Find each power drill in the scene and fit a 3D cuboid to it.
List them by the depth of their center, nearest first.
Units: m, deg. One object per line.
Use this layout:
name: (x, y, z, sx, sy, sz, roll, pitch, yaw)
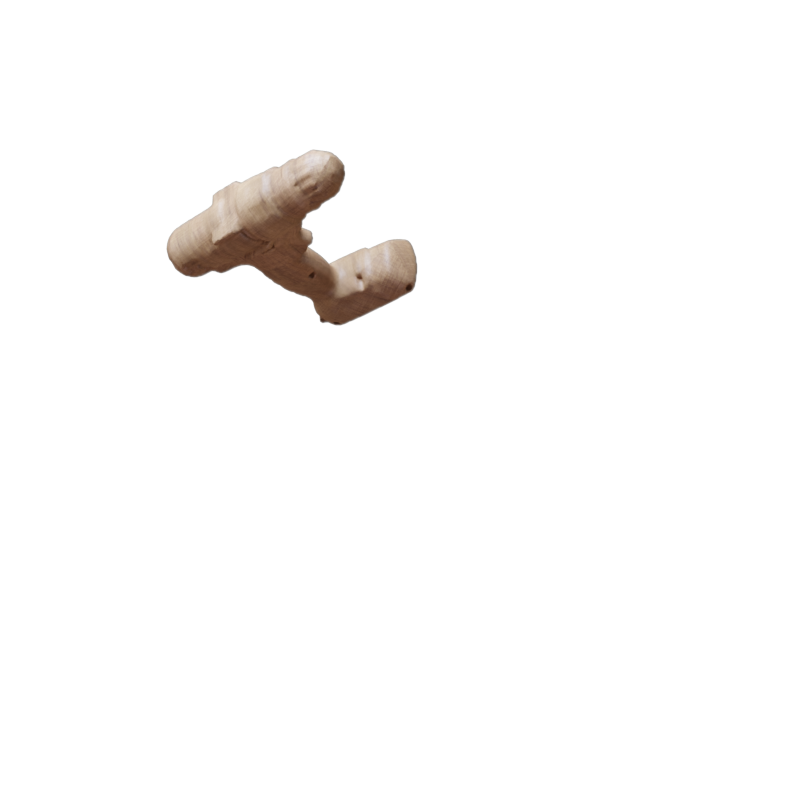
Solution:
power drill: (-0.072, -0.132, 0.926, 0.186, 0.061, 0.176, -21, -32, 38)
